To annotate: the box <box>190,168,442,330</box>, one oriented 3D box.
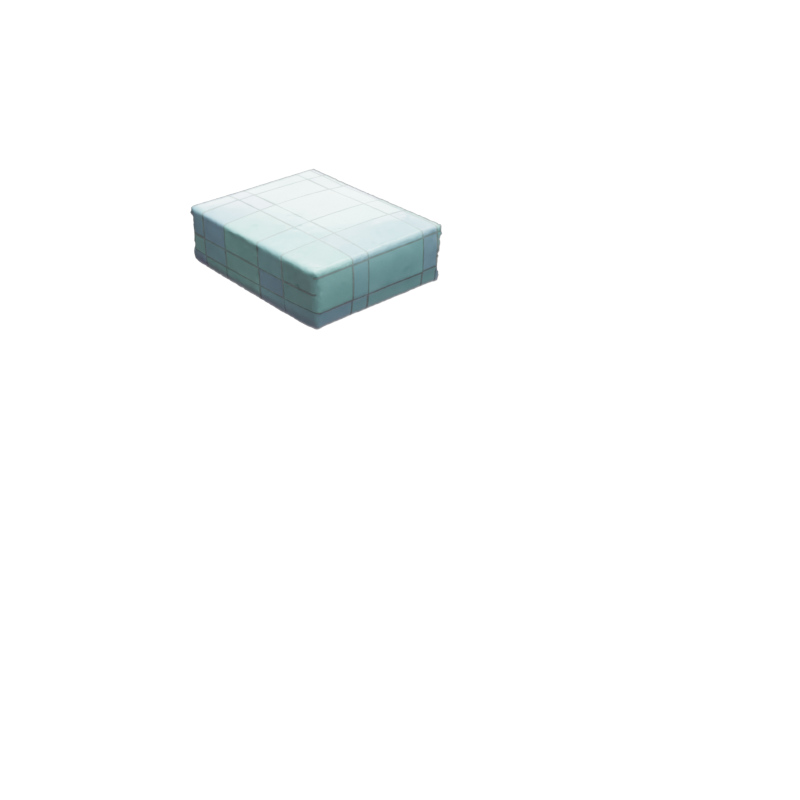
[{"bbox_3d":[-0.048,-0.087,0.612,0.089,0.037,0.122,-25,41,-34],"label":"box"}]
